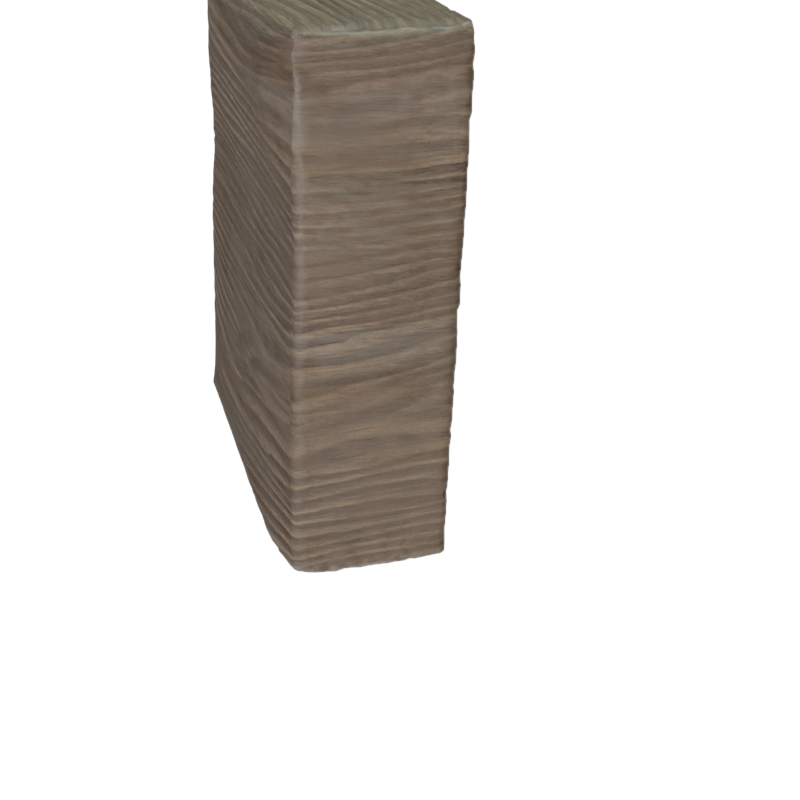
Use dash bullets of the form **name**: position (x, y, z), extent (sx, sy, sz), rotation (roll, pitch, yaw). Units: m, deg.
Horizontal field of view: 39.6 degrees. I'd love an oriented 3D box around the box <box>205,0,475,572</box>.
- **box**: position (-0.036, -0.066, 0.462), extent (0.071, 0.203, 0.176), rotation (-6, 27, -17)
